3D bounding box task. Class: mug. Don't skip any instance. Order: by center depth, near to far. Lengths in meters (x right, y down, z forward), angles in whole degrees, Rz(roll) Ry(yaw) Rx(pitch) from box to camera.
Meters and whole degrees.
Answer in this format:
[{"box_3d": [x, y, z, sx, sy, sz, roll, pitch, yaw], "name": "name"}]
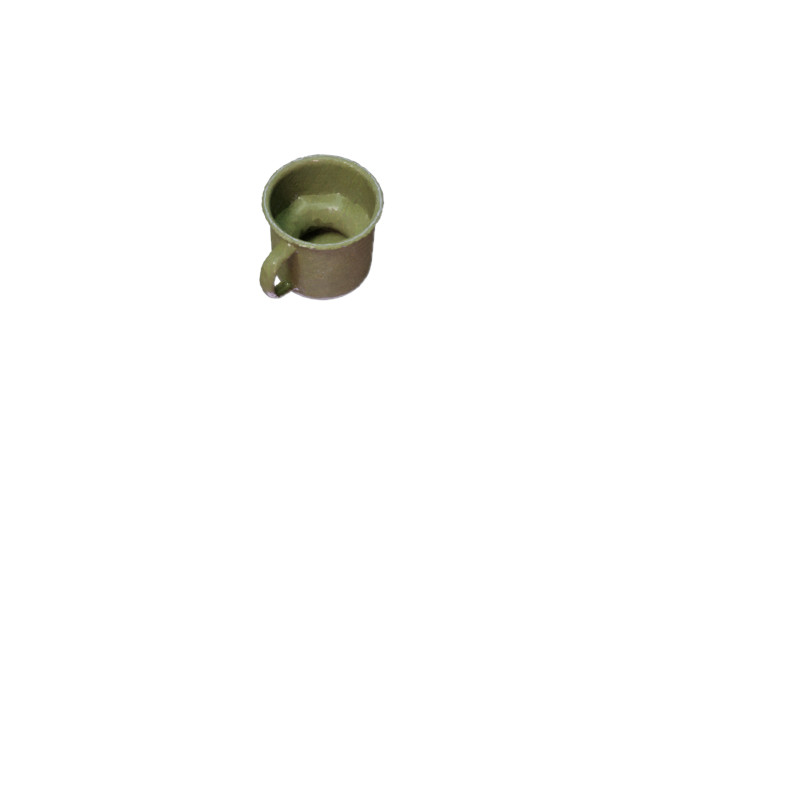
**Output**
[{"box_3d": [-0.068, -0.124, 0.867, 0.097, 0.120, 0.076, 30, -29, 17], "name": "mug"}]
